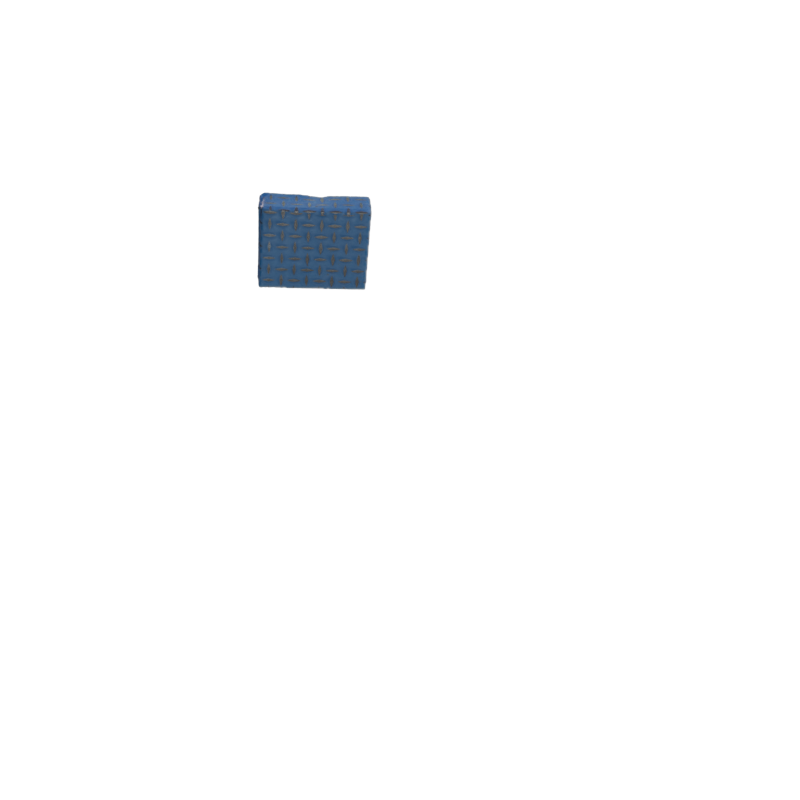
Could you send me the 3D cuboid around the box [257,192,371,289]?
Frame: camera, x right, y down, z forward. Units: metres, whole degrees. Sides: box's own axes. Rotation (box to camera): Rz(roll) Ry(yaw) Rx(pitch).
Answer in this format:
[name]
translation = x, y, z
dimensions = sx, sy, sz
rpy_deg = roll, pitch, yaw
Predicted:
[box]
translation = -0.070, -0.127, 0.890
dimensions = 0.089, 0.069, 0.032
rpy_deg = 2, 32, -2
